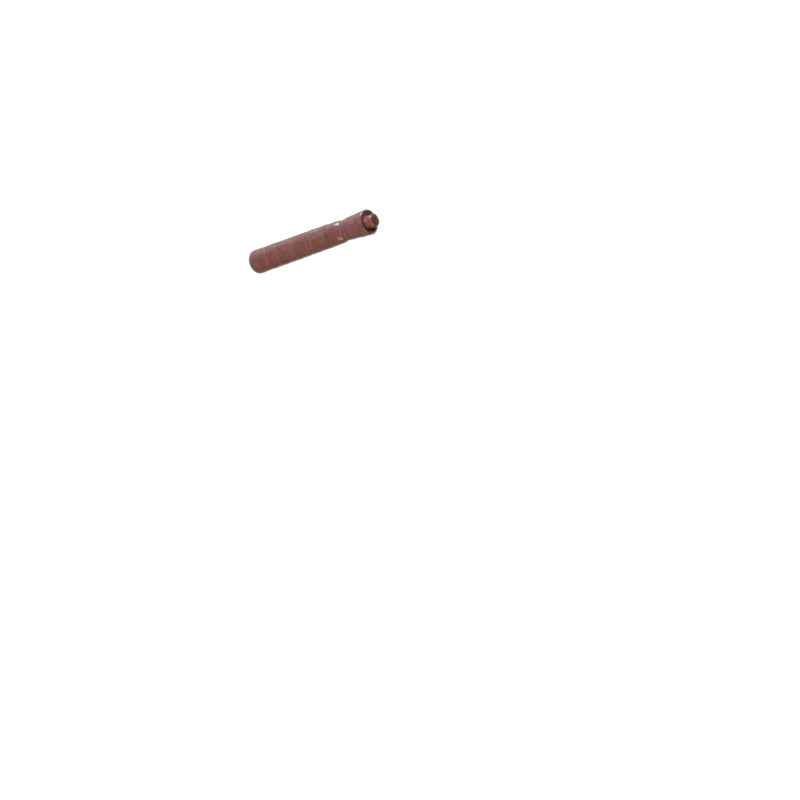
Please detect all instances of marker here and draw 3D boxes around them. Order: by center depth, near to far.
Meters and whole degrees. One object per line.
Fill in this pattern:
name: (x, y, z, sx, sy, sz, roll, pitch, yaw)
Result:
marker: (-0.064, -0.117, 0.820, 0.123, 0.020, 0.019, -13, -5, 39)
